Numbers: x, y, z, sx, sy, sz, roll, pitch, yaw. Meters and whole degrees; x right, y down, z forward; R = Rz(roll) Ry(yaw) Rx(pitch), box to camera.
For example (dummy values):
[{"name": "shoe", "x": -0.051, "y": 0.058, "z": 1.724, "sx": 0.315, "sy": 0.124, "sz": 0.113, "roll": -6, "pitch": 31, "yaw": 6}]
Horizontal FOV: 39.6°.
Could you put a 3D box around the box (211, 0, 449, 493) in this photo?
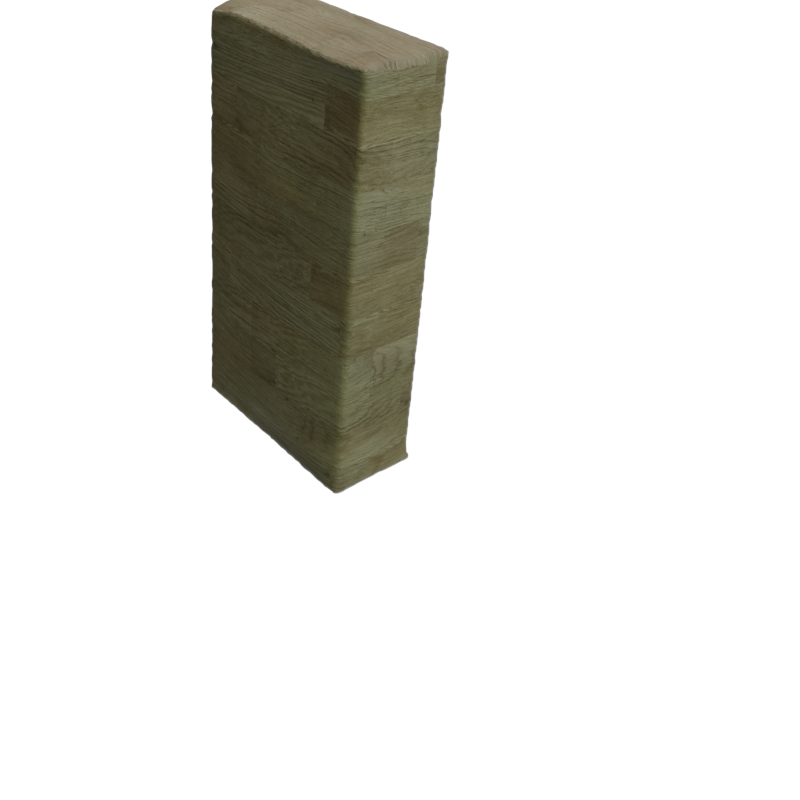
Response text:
[{"name": "box", "x": -0.034, "y": -0.062, "z": 0.433, "sx": 0.047, "sy": 0.166, "sz": 0.100, "roll": -22, "pitch": 39, "yaw": -34}]
